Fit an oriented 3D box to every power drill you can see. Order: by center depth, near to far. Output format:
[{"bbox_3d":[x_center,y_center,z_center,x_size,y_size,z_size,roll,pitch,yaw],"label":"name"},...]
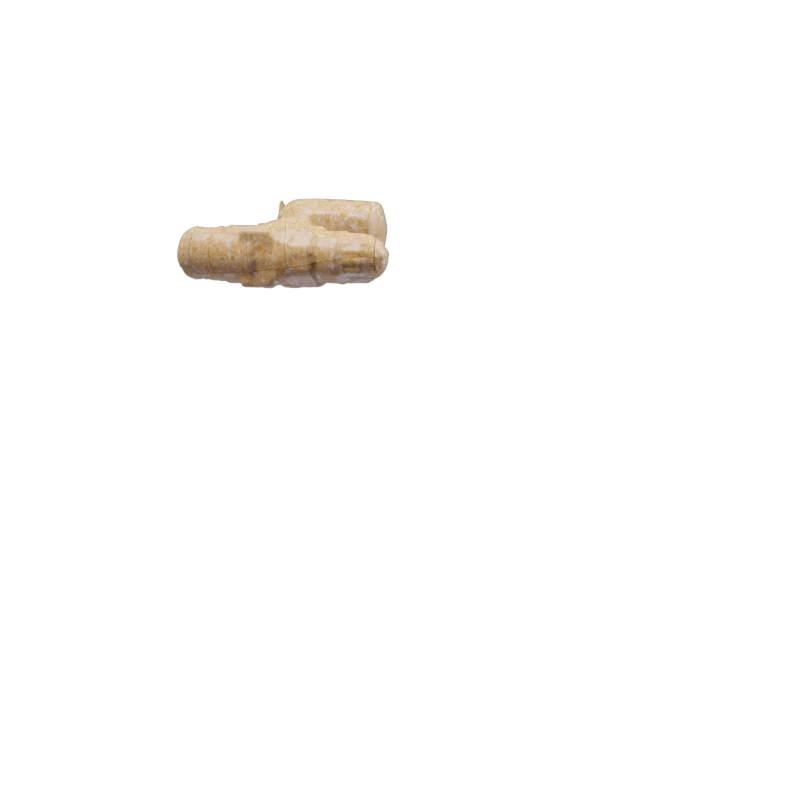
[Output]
[{"bbox_3d":[-0.076,-0.139,0.973,0.190,0.056,0.187,6,16,20],"label":"power drill"}]
